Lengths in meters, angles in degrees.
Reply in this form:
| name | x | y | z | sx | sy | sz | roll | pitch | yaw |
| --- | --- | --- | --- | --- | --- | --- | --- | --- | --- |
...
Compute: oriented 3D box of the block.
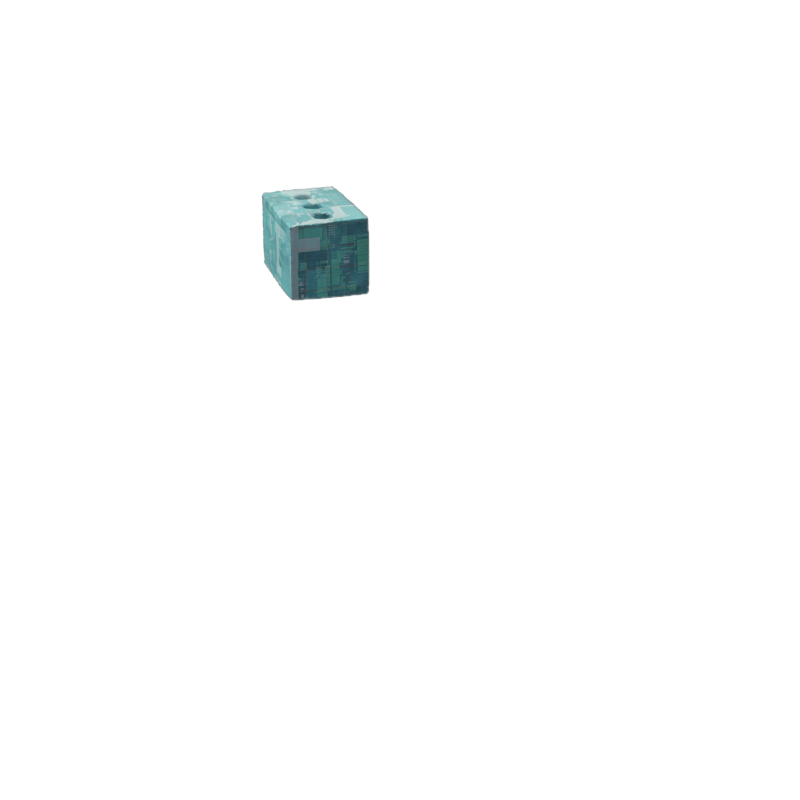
| name | x | y | z | sx | sy | sz | roll | pitch | yaw |
| --- | --- | --- | --- | --- | --- | --- | --- | --- | --- |
| block | -0.057 | -0.104 | 0.725 | 0.052 | 0.049 | 0.083 | -7 | 25 | -18 |
